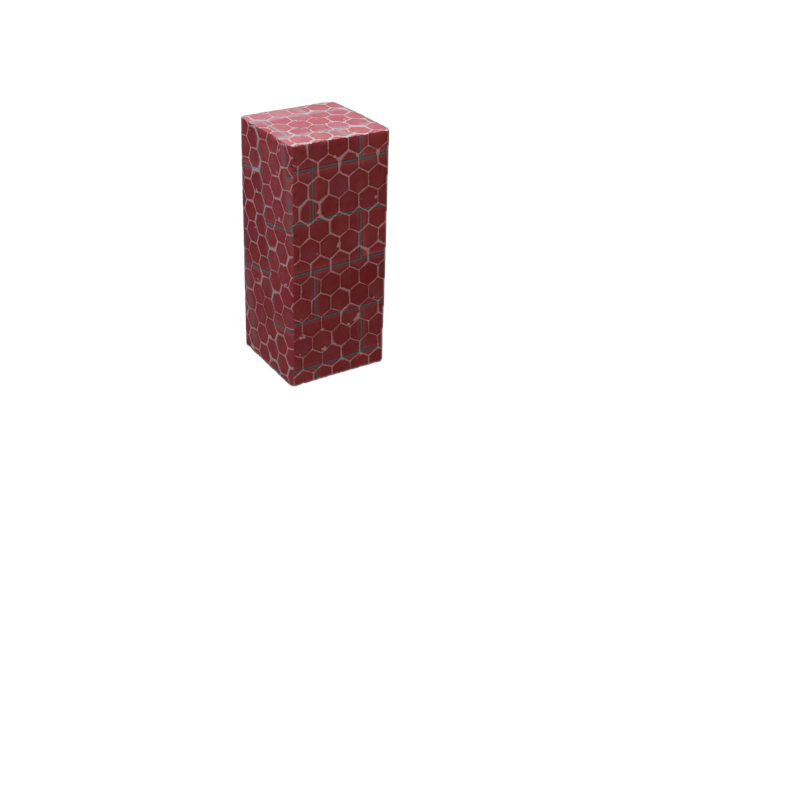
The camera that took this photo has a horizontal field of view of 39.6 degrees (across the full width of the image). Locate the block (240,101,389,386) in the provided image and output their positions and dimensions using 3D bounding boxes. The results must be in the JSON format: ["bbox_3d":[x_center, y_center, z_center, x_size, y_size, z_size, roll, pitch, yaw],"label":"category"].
[{"bbox_3d":[-0.072,-0.131,0.914,0.089,0.195,0.097,-14,30,-29],"label":"block"}]
